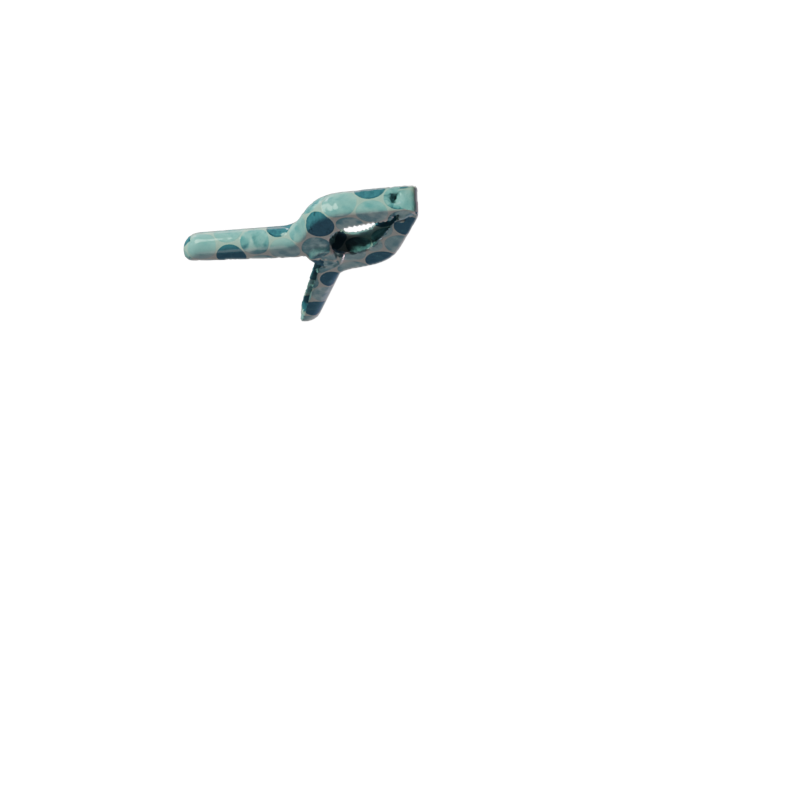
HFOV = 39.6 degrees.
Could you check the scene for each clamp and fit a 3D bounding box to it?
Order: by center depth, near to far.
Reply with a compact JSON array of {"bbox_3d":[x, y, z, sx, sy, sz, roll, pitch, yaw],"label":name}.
[{"bbox_3d":[-0.076,-0.139,0.973,0.155,0.039,0.210,23,-35,-37],"label":"clamp"}]
